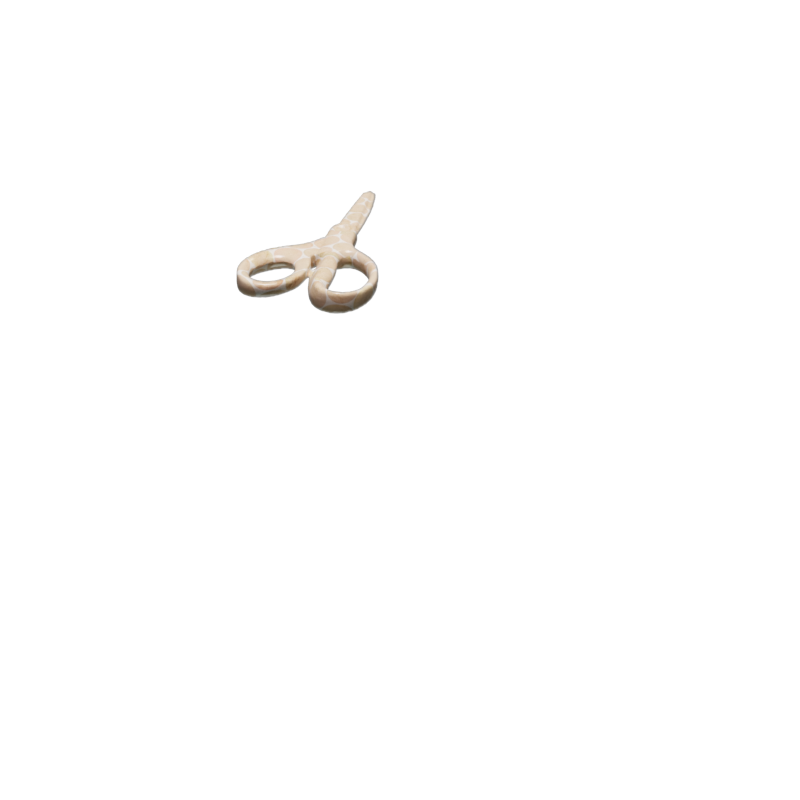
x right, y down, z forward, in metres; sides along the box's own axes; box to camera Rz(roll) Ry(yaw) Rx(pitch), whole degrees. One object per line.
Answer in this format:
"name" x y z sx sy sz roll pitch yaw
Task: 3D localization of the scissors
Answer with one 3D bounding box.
"scissors" -0.058 -0.105 0.737 0.096 0.015 0.213 -2 28 -4
